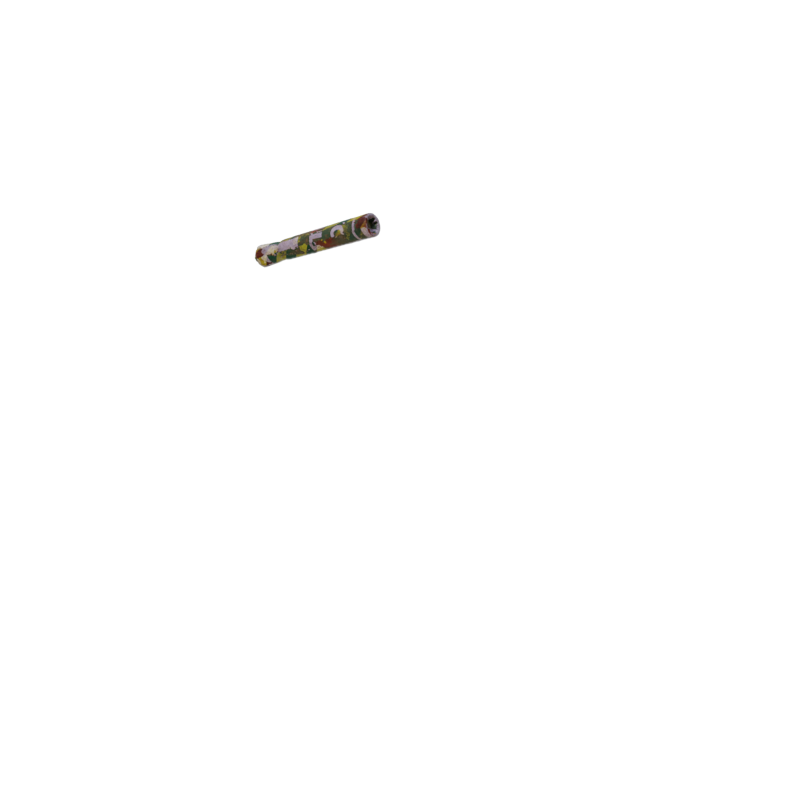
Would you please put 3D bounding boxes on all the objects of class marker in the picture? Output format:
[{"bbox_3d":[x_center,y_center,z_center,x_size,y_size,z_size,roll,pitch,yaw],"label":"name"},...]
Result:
[{"bbox_3d":[-0.068,-0.125,0.873,0.124,0.020,0.019,-9,-3,38],"label":"marker"}]
